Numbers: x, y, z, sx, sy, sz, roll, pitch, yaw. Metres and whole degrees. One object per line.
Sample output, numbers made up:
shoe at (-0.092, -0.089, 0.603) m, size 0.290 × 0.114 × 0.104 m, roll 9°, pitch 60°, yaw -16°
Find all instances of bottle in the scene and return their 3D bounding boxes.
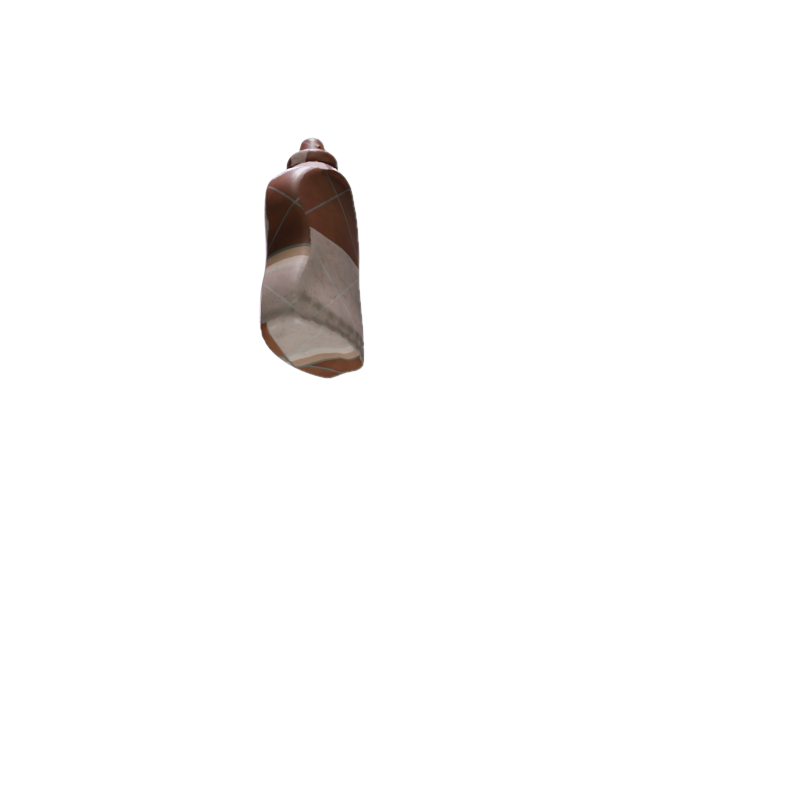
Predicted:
bottle at (-0.066, -0.120, 0.843) m, size 0.059 × 0.204 × 0.089 m, roll -20°, pitch -35°, yaw 27°
